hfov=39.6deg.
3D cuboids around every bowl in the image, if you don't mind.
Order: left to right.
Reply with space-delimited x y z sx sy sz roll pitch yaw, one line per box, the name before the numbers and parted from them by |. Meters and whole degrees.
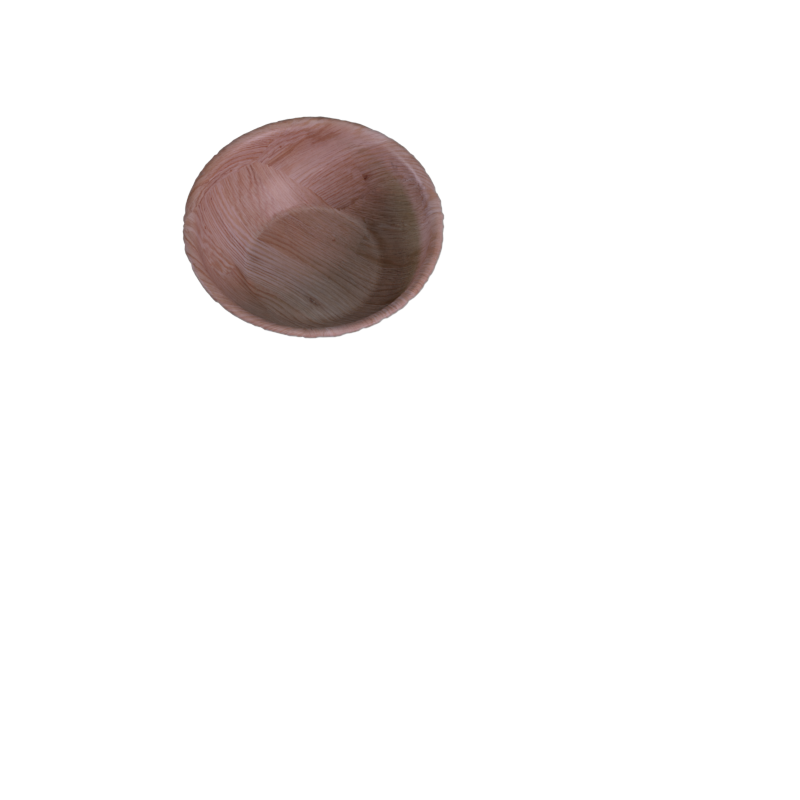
bowl | -0.055 -0.101 0.707 0.162 0.172 0.052 -1 -29 -1
